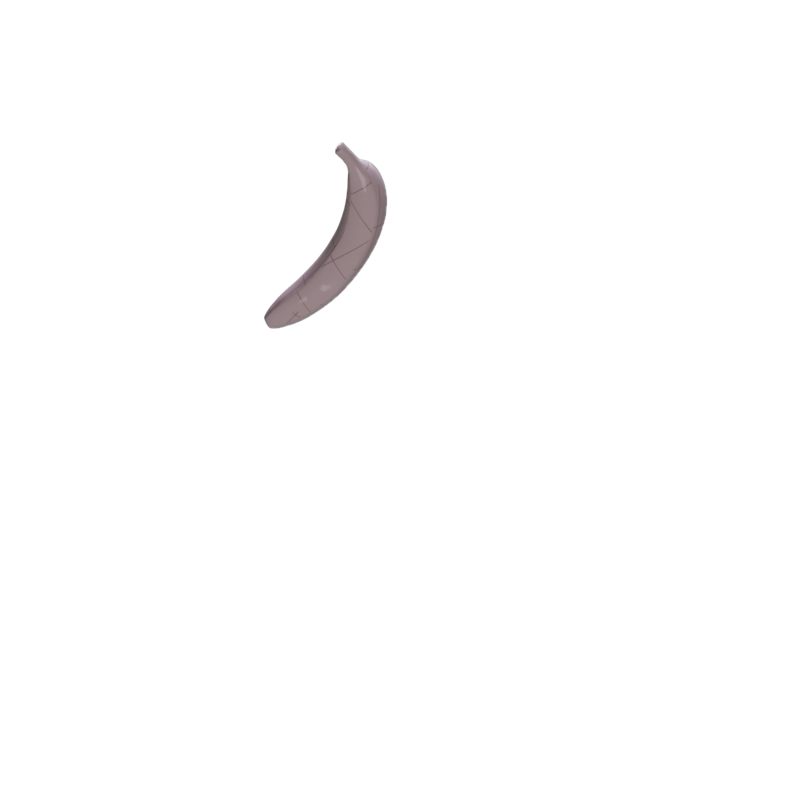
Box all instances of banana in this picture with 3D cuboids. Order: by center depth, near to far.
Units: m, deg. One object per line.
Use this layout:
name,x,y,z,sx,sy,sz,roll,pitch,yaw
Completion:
banana,-0.058,-0.138,0.985,0.068,0.190,0.039,19,29,-12
